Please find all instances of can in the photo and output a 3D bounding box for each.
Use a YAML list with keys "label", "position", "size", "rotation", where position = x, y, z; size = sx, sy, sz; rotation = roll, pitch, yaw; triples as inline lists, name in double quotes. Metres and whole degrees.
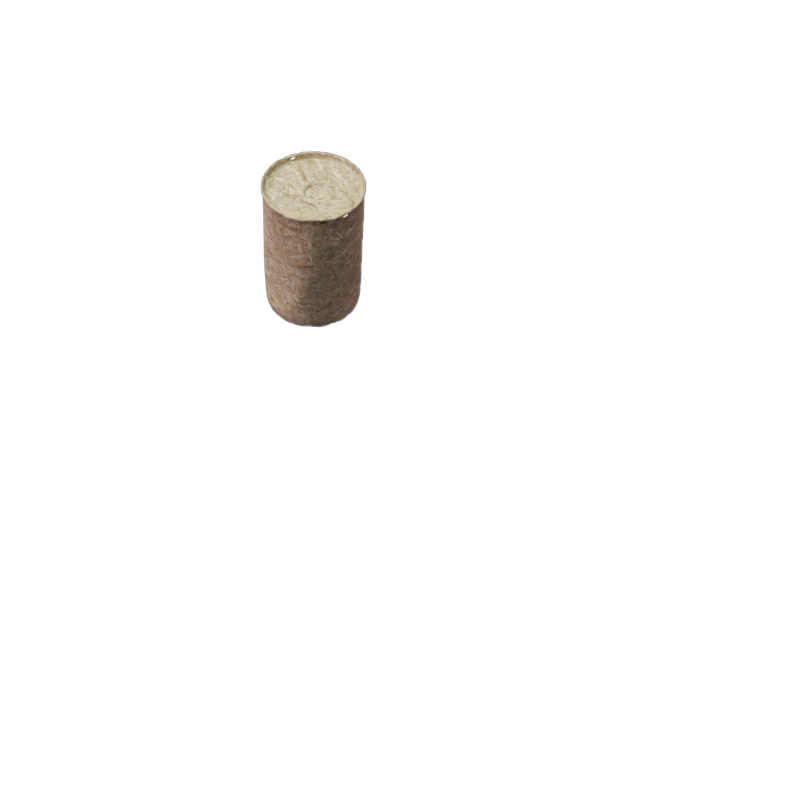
- label: "can"
  position: [-0.058, -0.106, 0.743]
  size: [0.068, 0.074, 0.095]
  rotation: [0, -42, -3]
